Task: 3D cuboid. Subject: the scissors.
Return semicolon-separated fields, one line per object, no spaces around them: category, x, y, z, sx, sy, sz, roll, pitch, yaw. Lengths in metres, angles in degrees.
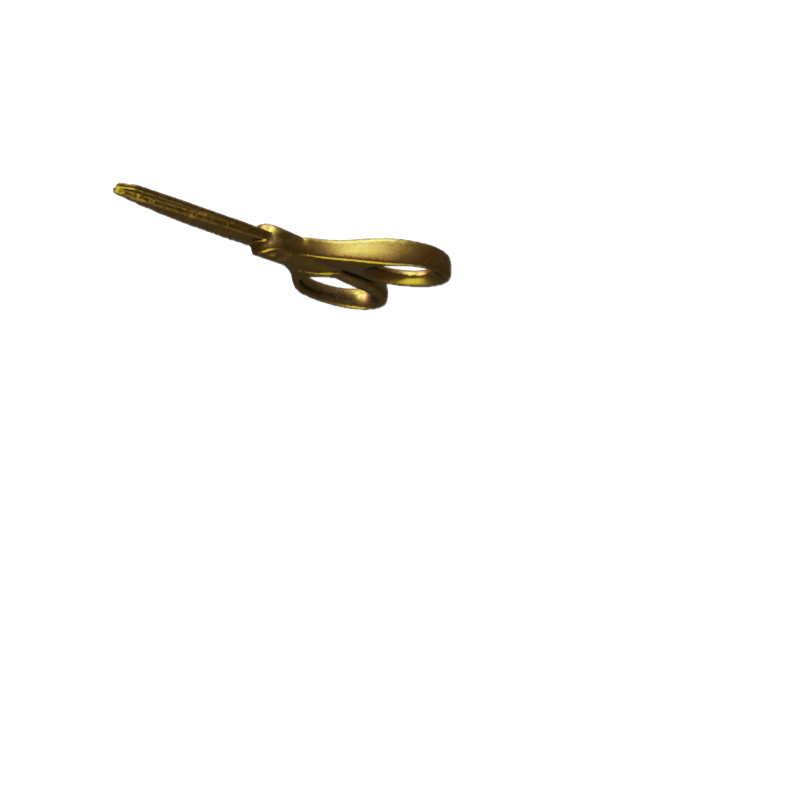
scissors;-0.043;-0.078;0.547;0.098;0.016;0.190;-6;-14;24
